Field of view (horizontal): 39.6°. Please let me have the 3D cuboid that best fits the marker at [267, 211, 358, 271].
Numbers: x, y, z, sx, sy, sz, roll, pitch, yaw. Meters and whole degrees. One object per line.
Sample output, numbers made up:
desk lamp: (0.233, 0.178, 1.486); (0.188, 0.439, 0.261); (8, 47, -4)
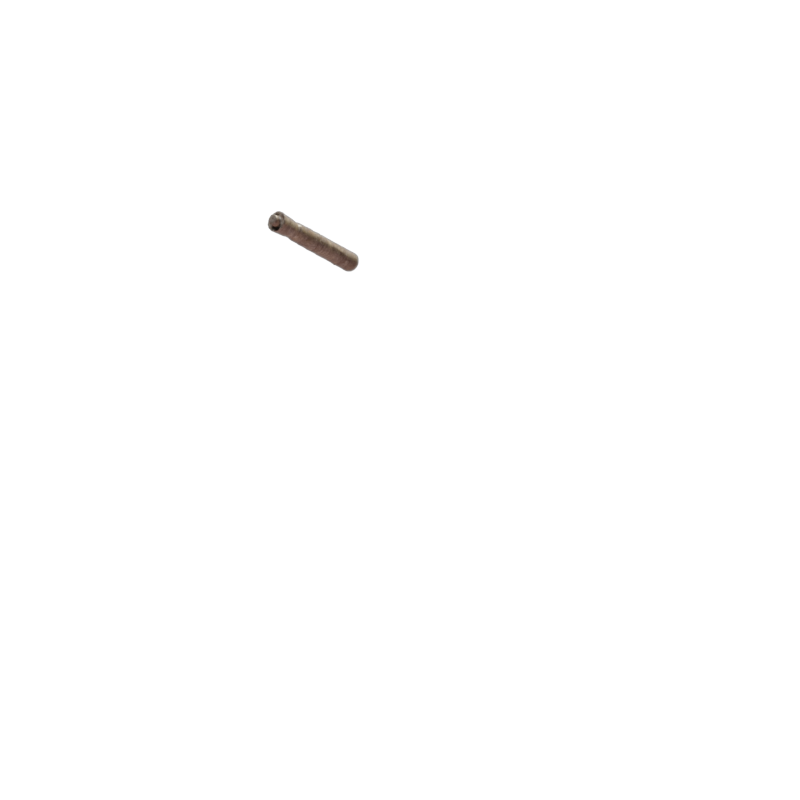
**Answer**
marker: (-0.078, -0.142, 0.998); (0.021, 0.020, 0.113); (3, -12, 36)
